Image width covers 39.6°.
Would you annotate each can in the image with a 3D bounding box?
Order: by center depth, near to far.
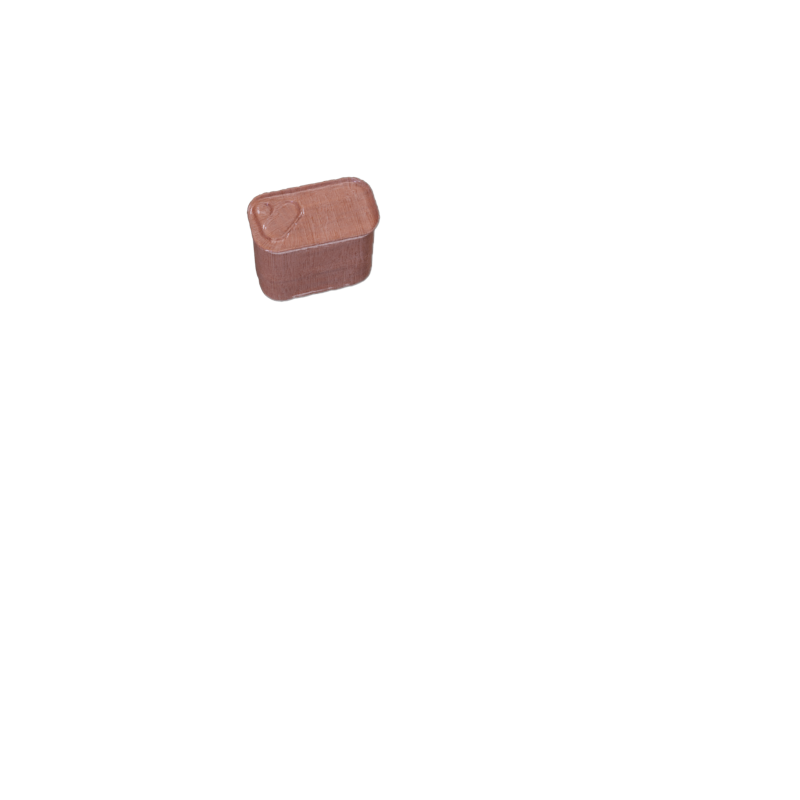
[{"bbox_3d":[-0.071,-0.129,0.901,0.101,0.061,0.079,-12,-27,-8],"label":"can"}]
